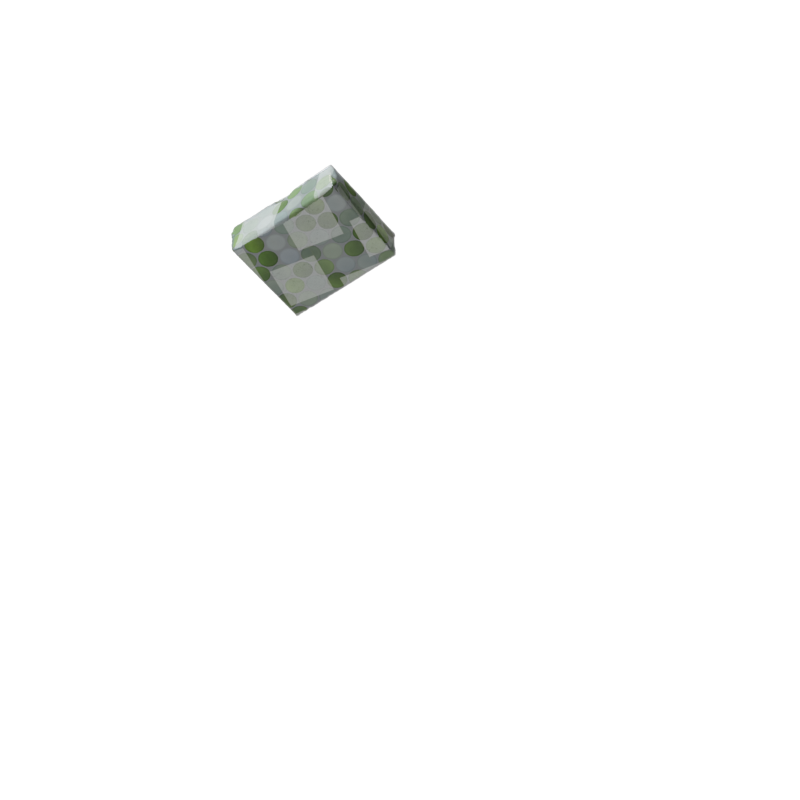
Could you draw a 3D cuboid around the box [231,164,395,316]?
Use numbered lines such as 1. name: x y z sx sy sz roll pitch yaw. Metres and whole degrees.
1. box: -0.060 -0.108 0.759 0.089 0.032 0.068 -30 -56 22
